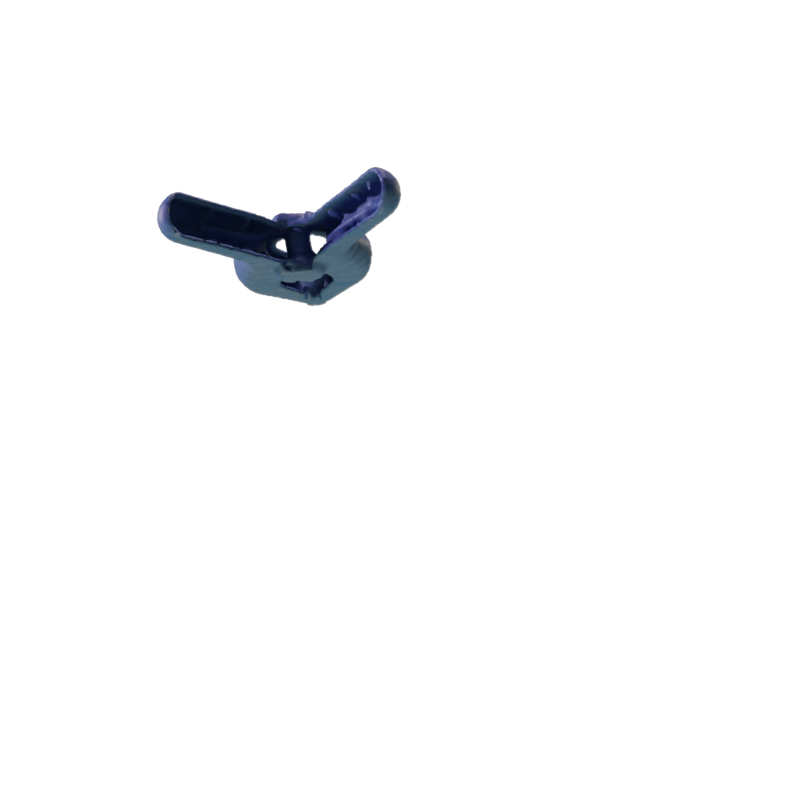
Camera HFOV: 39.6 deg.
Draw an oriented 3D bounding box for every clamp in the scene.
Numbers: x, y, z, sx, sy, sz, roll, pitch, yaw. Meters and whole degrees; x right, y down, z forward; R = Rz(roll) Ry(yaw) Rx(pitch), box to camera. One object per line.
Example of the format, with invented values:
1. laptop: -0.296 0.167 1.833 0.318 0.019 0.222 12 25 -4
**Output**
1. clamp: -0.048 -0.087 0.608 0.122 0.040 0.164 -2 -7 13
